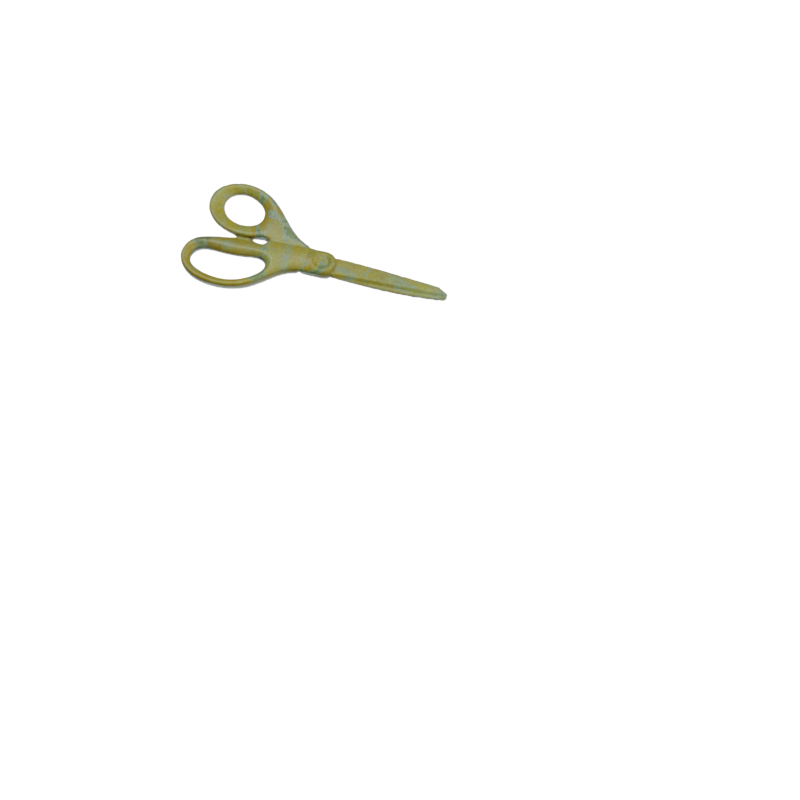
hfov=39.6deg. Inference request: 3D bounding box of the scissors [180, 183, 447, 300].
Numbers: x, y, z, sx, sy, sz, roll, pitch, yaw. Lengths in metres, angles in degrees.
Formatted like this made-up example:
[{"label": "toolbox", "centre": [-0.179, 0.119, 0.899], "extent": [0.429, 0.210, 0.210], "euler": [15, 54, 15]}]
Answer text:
[{"label": "scissors", "centre": [-0.067, -0.122, 0.854], "extent": [0.202, 0.101, 0.015], "euler": [0, -24, 0]}]
